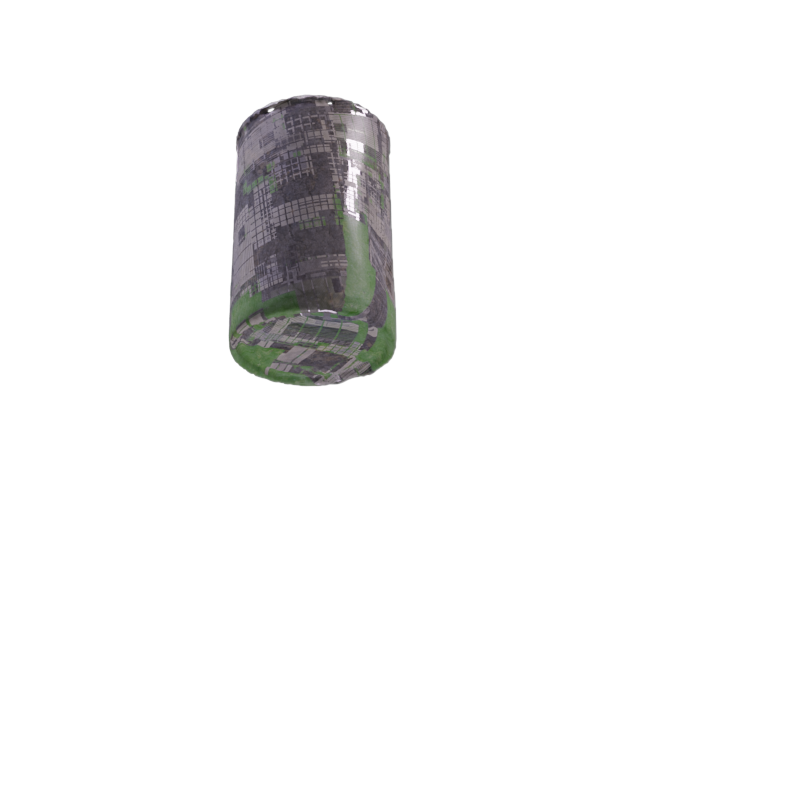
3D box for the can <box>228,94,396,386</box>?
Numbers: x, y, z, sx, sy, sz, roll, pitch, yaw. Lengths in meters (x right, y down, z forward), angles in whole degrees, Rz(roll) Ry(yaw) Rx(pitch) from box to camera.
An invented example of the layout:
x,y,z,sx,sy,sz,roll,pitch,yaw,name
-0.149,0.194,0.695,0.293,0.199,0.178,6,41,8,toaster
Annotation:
x,y,z,sx,sy,sz,roll,pitch,yaw,name
-0.036,-0.066,0.460,0.068,0.109,0.064,0,-30,-2,can
